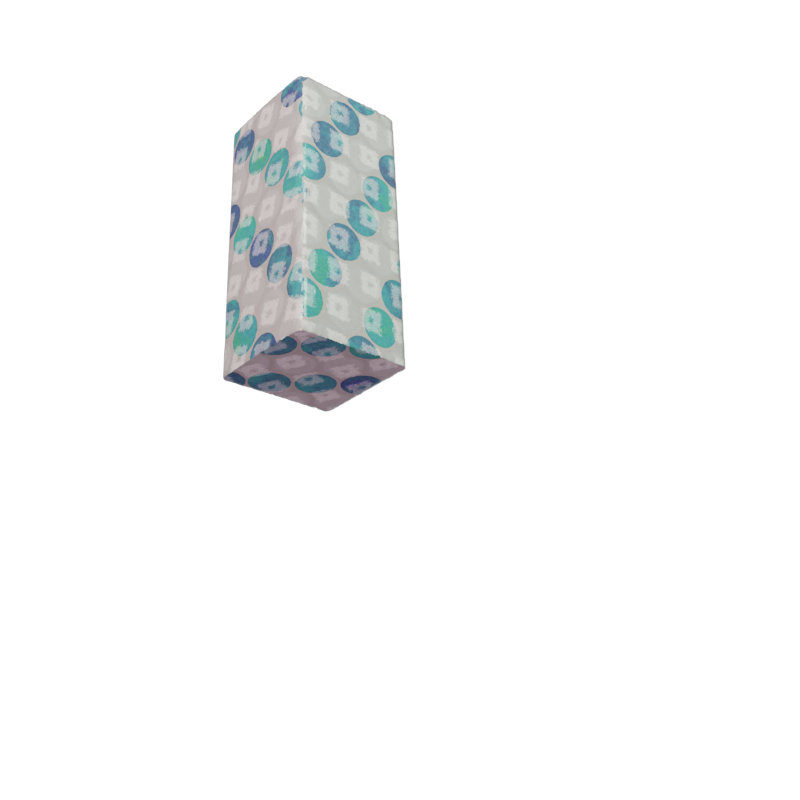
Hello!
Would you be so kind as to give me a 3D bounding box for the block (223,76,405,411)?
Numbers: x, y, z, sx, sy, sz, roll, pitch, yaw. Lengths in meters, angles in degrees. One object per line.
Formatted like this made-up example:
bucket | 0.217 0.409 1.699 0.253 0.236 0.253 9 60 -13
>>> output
block | -0.061 -0.112 0.783 0.086 0.220 0.089 21 -37 -34
